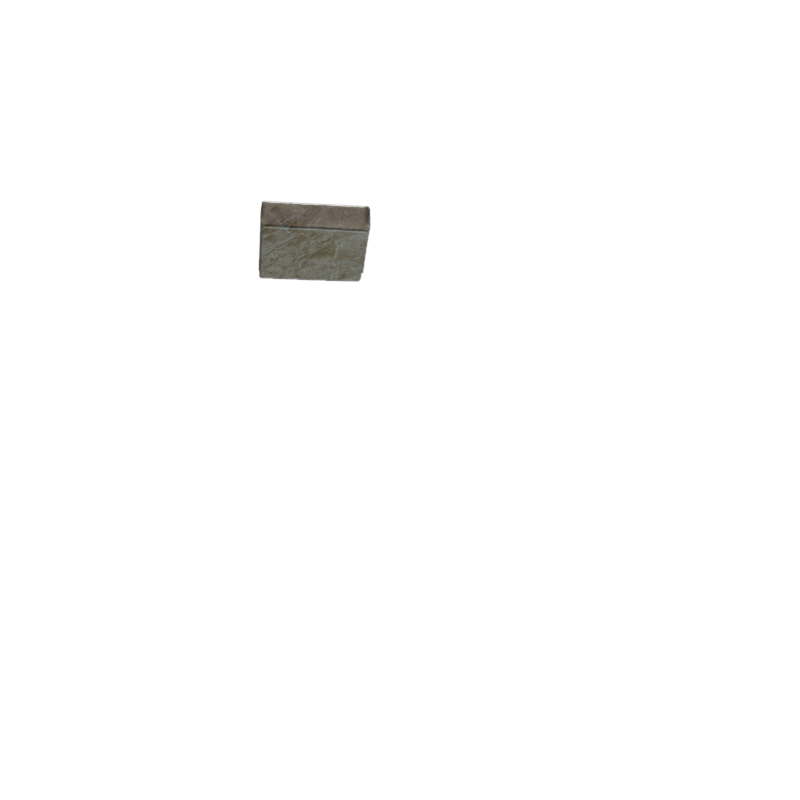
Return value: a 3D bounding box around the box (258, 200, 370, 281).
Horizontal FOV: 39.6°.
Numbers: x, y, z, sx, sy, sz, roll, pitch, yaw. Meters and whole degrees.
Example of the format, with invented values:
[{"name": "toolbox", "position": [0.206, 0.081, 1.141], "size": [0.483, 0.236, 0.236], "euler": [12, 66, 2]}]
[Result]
[{"name": "box", "position": [-0.072, -0.131, 0.916], "size": [0.089, 0.032, 0.069], "euler": [2, -32, -4]}]
